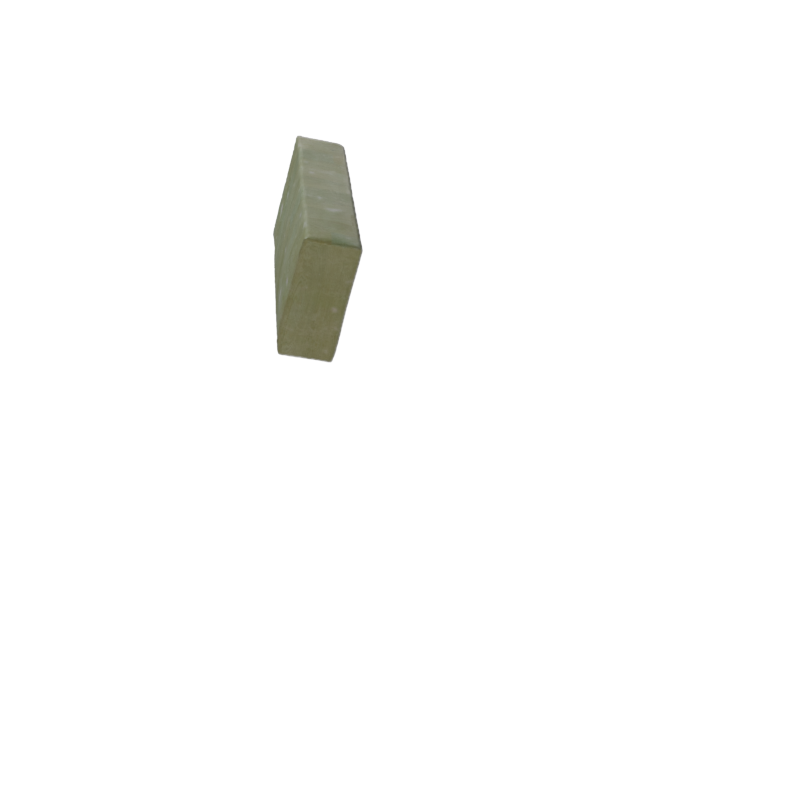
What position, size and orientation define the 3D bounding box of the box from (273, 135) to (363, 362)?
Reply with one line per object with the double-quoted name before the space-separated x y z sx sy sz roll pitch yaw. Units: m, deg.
"box" -0.063 -0.115 0.804 0.047 0.089 0.188 11 32 -11
